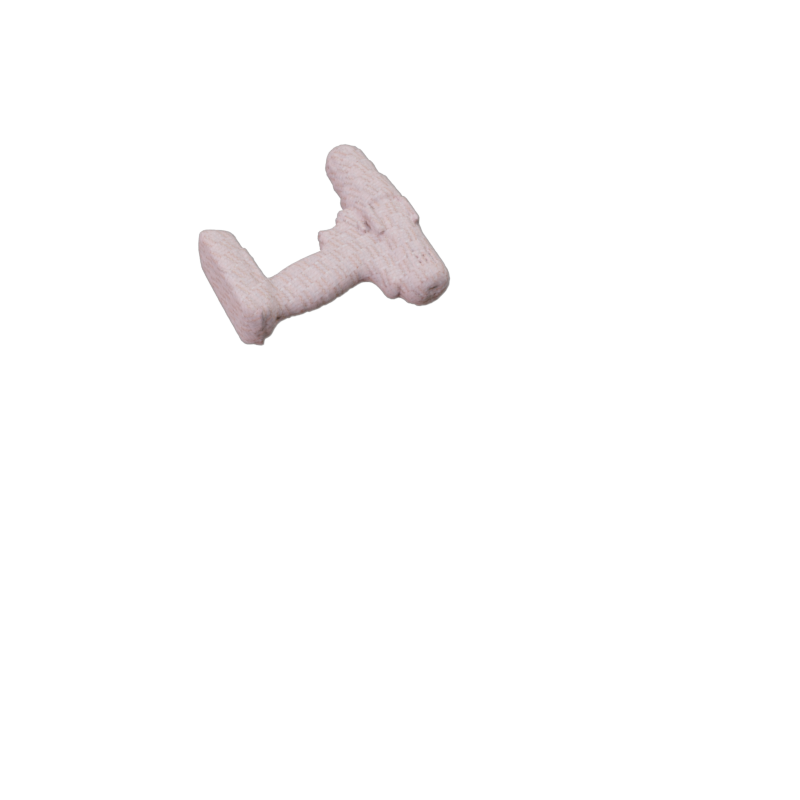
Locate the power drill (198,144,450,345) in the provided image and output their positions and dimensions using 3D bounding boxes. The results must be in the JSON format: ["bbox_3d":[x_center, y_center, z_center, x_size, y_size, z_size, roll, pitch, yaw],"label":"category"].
[{"bbox_3d":[-0.075,-0.137,0.957,0.186,0.199,0.053,-22,-35,-16],"label":"power drill"}]
